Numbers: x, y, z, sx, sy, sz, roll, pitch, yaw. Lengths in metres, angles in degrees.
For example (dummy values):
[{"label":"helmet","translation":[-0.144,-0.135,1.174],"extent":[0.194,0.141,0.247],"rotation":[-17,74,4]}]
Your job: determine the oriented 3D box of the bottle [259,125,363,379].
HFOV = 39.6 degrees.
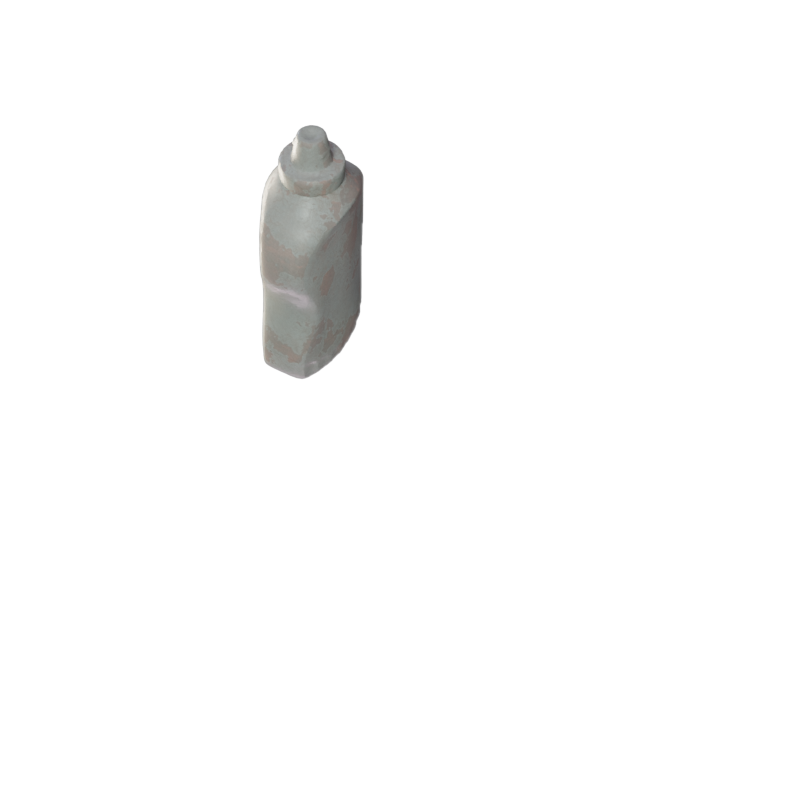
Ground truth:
[{"label":"bottle","translation":[-0.057,-0.104,0.725],"extent":[0.060,0.099,0.179],"rotation":[24,-34,13]}]
